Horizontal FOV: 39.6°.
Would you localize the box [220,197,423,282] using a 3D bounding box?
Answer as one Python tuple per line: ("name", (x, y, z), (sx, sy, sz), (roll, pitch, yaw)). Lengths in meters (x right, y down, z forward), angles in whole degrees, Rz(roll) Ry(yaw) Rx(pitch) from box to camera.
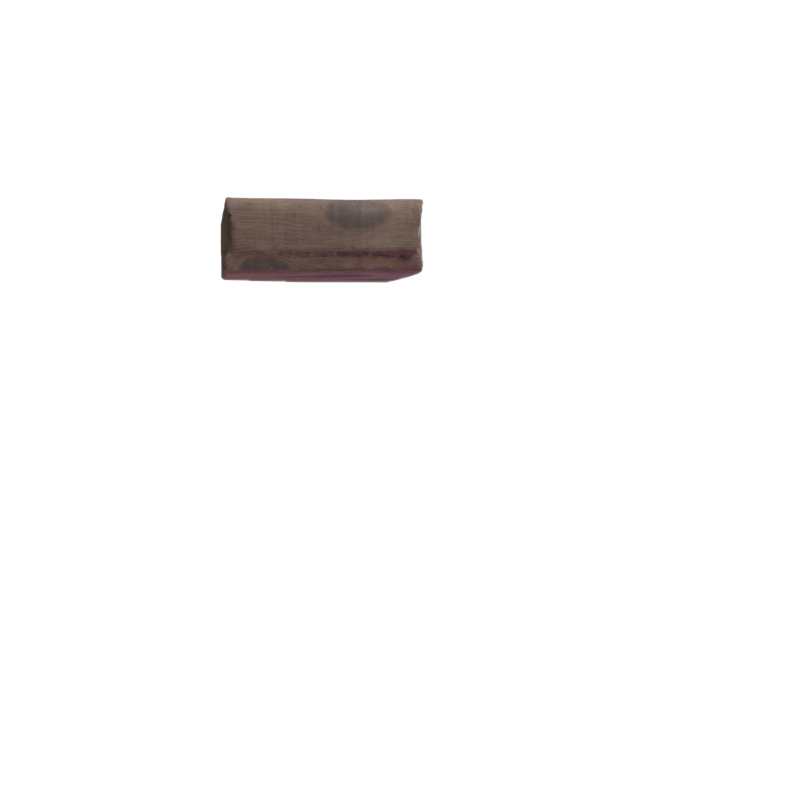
("box", (-0.034, -0.063, 0.438), (0.072, 0.030, 0.090), (0, 3, -7))
